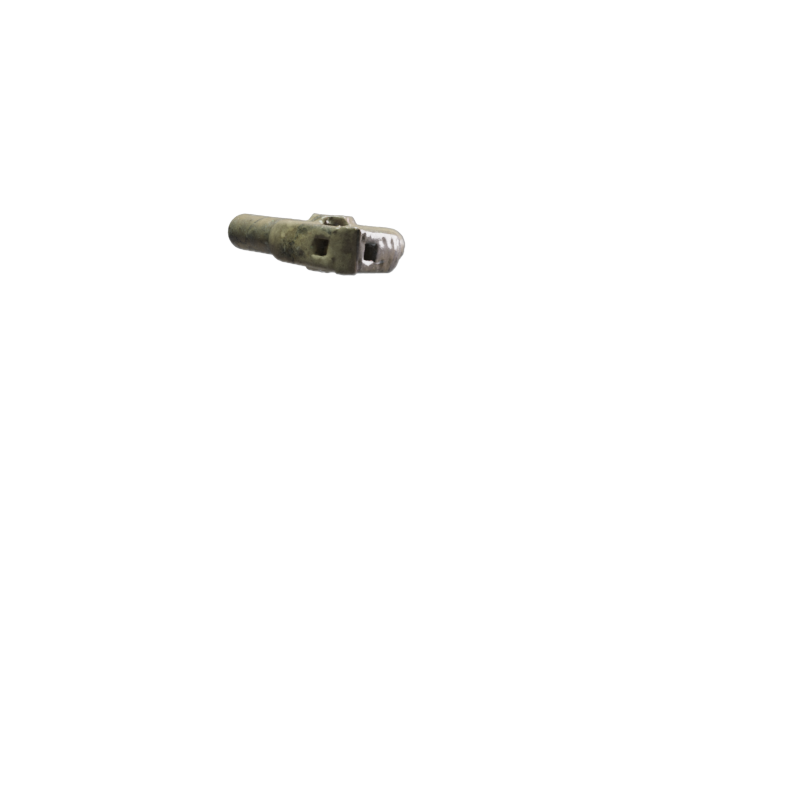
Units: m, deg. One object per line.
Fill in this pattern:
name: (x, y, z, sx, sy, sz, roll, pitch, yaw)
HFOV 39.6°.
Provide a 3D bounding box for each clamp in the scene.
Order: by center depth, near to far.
clamp: (-0.054, -0.099, 0.691, 0.120, 0.039, 0.173, 0, 7, -1)
